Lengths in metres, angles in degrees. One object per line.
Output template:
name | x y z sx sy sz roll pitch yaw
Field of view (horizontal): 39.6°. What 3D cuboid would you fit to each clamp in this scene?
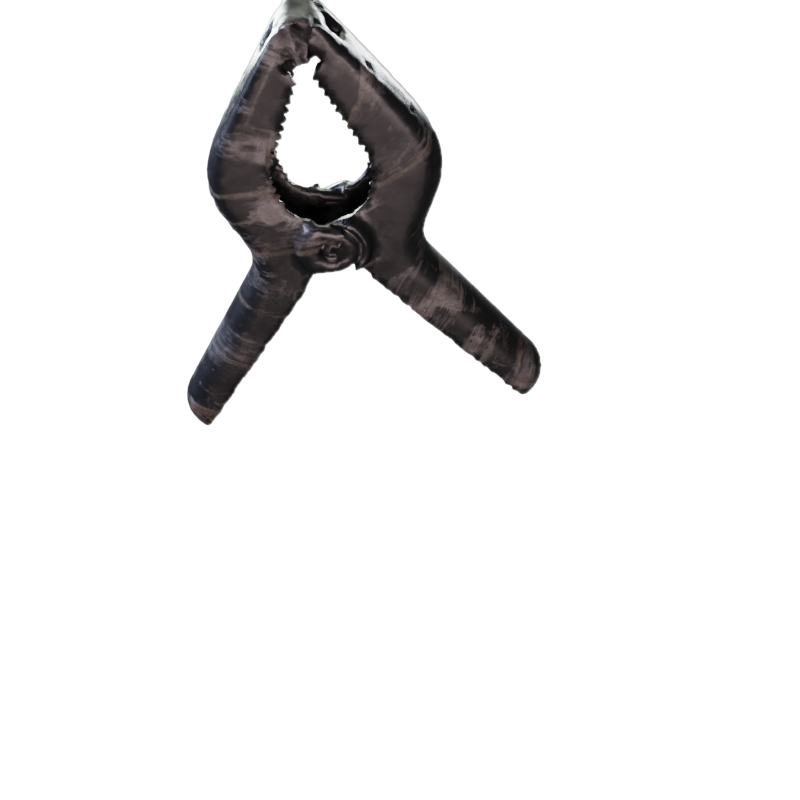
clamp | -0.037 -0.067 0.470 0.166 0.194 0.039 -11 38 9
